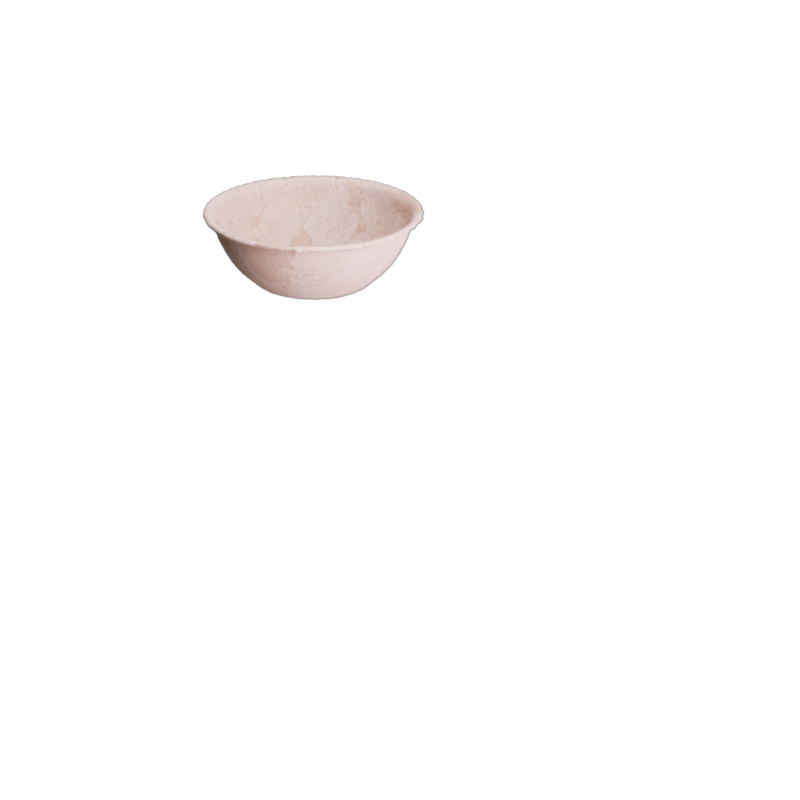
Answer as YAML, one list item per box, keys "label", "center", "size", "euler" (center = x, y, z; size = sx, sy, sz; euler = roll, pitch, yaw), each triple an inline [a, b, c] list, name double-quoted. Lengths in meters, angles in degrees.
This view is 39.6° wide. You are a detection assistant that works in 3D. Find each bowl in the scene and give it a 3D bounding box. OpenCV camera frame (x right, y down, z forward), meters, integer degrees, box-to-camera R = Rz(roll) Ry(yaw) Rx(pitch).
- label: "bowl"
  center: [-0.064, -0.117, 0.820]
  size: [0.162, 0.052, 0.171]
  euler: [-1, 28, -2]
